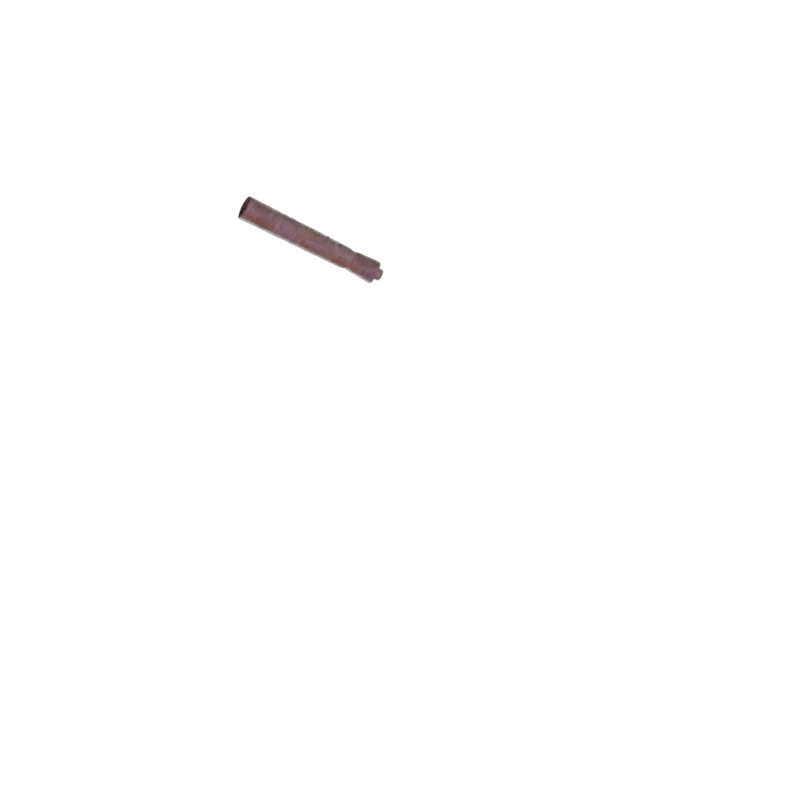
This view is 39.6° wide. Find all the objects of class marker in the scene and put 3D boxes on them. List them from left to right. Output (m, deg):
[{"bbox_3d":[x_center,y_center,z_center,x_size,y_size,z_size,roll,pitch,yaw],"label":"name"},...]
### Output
[{"bbox_3d":[-0.066,-0.121,0.845,0.117,0.020,0.020,25,-4,-16],"label":"marker"}]
